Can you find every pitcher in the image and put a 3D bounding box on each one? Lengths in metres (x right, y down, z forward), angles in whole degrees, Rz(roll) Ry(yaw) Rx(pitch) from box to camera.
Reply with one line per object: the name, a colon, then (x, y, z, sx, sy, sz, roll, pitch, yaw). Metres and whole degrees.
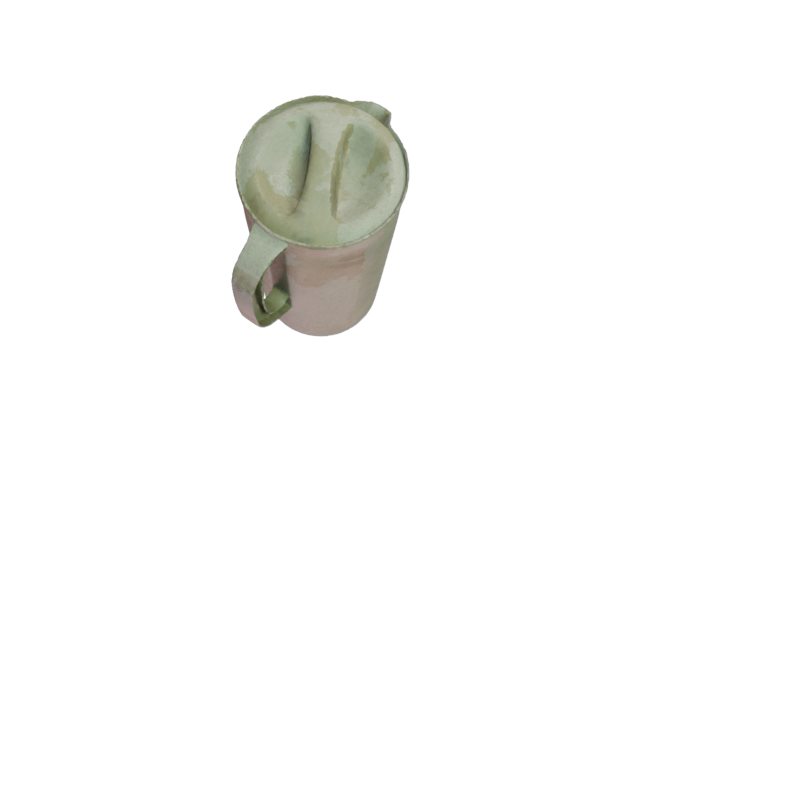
pitcher: (-0.074, -0.135, 0.946, 0.148, 0.153, 0.232, -10, -19, -7)
